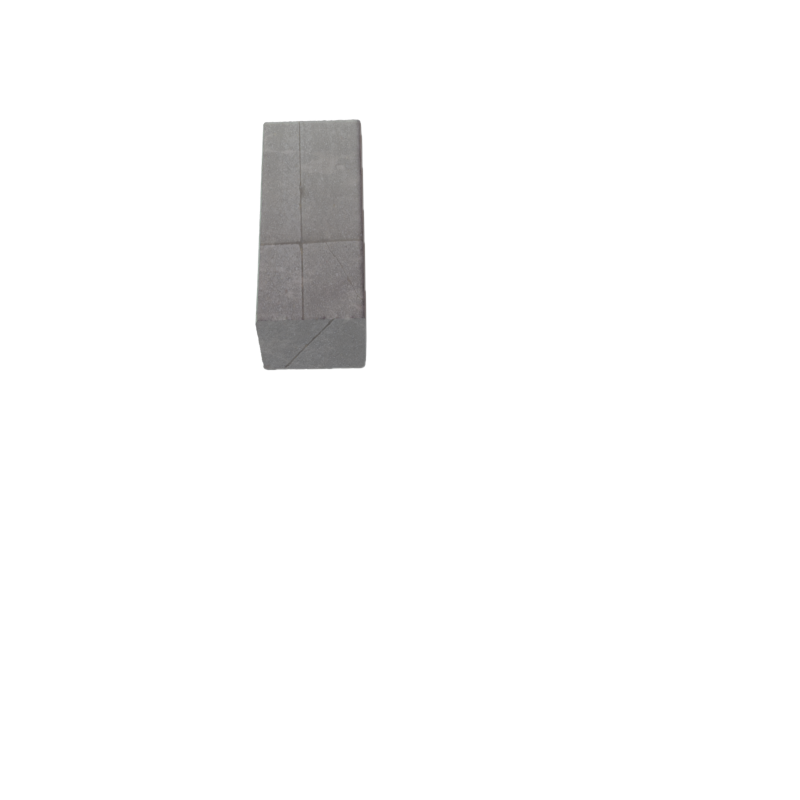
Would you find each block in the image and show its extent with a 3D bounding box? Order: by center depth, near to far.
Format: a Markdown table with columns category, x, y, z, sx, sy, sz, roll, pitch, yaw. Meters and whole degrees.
| category | x | y | z | sx | sy | sz | roll | pitch | yaw |
| --- | --- | --- | --- | --- | --- | --- | --- | --- | --- |
| block | -0.076 | -0.139 | 0.977 | 0.091 | 0.220 | 0.084 | -2 | -31 | -1 |
